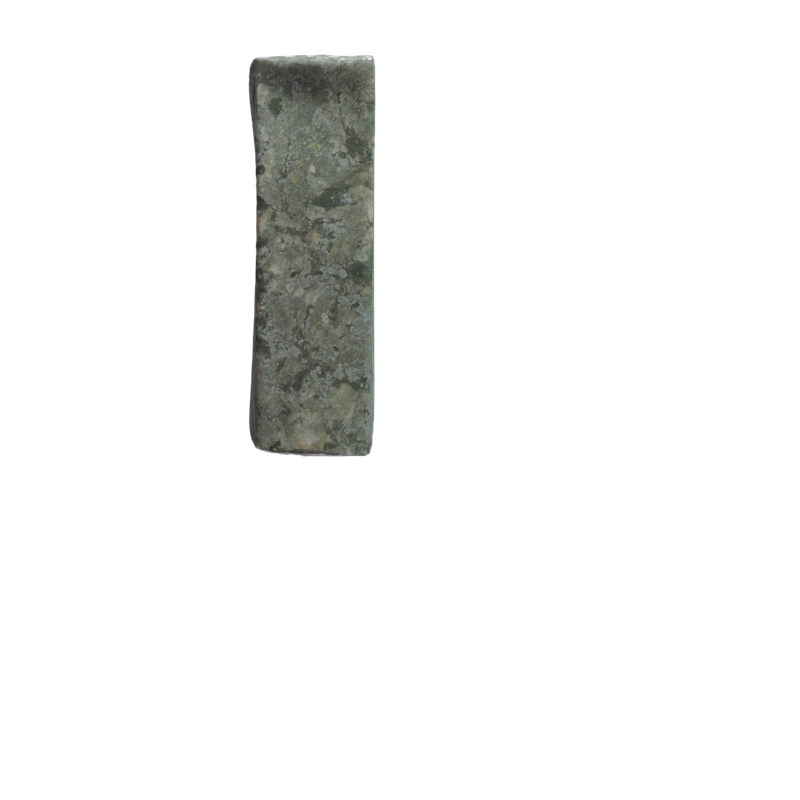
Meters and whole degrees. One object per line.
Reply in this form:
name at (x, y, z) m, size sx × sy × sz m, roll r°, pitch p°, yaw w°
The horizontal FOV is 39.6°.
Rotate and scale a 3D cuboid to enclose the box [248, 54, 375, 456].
box at (-0.051, -0.094, 0.656) m, size 0.072 × 0.209 × 0.168 m, roll 0°, pitch 10°, yaw -3°
